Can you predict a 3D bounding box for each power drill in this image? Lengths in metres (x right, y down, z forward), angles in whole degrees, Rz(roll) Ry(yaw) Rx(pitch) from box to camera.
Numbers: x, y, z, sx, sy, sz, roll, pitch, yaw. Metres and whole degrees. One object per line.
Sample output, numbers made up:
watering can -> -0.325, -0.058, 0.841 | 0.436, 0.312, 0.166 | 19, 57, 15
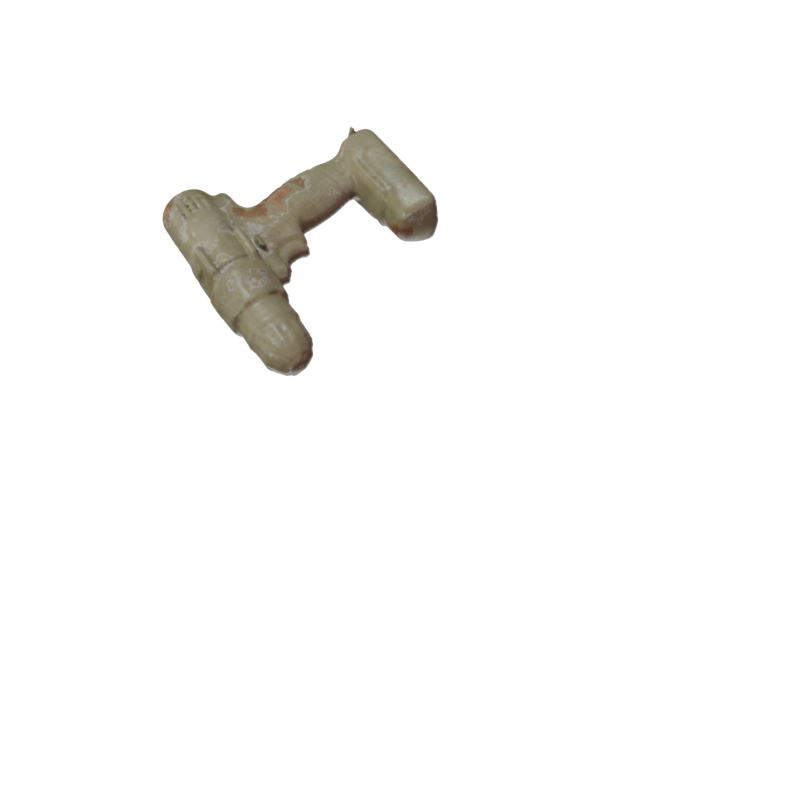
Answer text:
power drill -> -0.067, -0.122, 0.854 | 0.187, 0.198, 0.054 | -28, -30, -19
